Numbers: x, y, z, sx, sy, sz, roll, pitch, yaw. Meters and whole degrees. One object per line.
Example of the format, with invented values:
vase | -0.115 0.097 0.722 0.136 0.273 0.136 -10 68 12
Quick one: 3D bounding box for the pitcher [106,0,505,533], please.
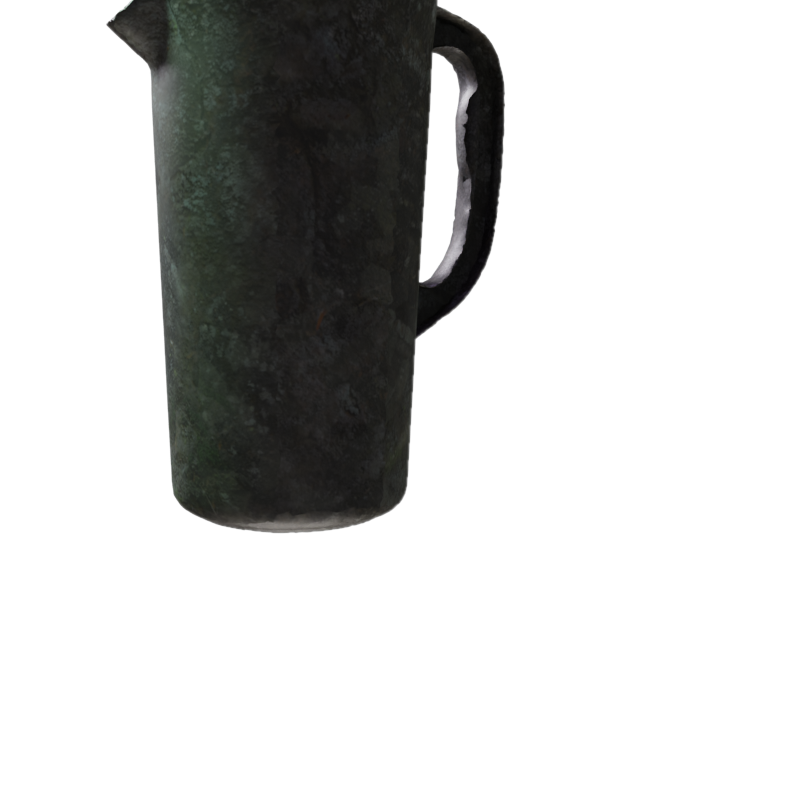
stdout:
pitcher | -0.040 -0.073 0.510 0.153 0.242 0.142 2 4 22
